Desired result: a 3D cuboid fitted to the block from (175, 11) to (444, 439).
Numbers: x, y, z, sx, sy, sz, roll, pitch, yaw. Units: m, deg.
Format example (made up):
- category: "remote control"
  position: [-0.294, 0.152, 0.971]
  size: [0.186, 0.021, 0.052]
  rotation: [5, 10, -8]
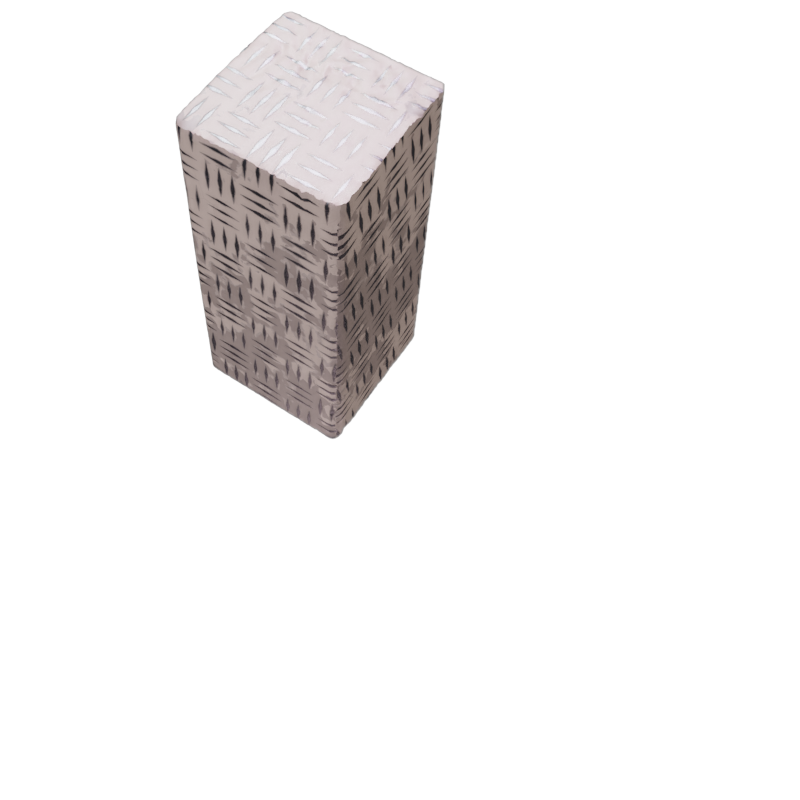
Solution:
- category: "block"
  position: [-0.045, -0.081, 0.568]
  size: [0.094, 0.092, 0.193]
  rotation: [30, -29, 15]
